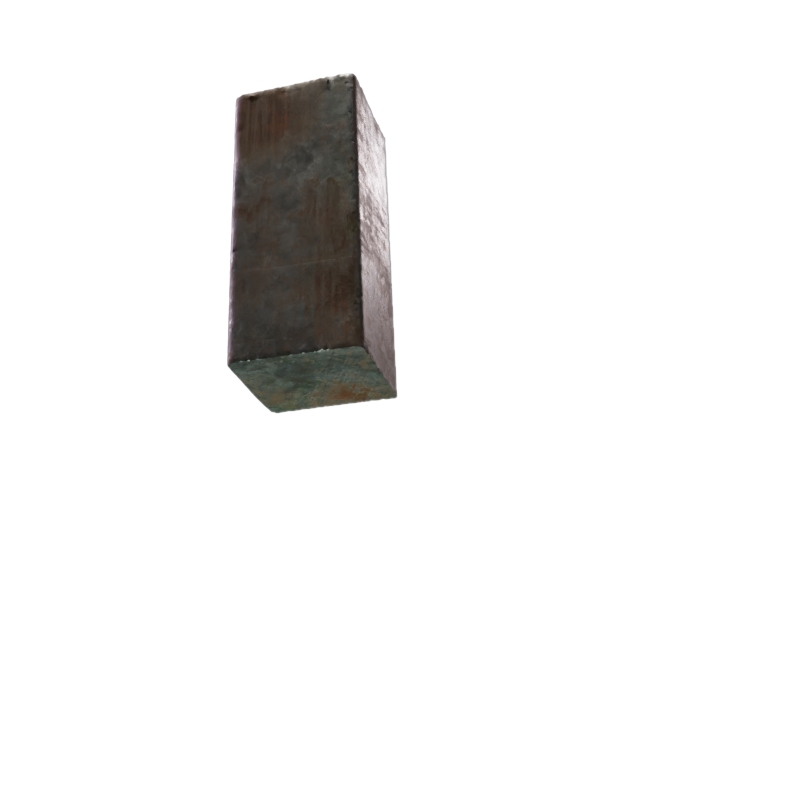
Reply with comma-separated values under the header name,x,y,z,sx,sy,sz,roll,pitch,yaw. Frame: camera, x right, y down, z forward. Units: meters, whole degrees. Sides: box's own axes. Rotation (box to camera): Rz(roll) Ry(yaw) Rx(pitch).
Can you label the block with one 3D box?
name,x,y,z,sx,sy,sz,roll,pitch,yaw
block,-0.060,-0.108,0.756,0.092,0.219,0.084,-9,-28,13
